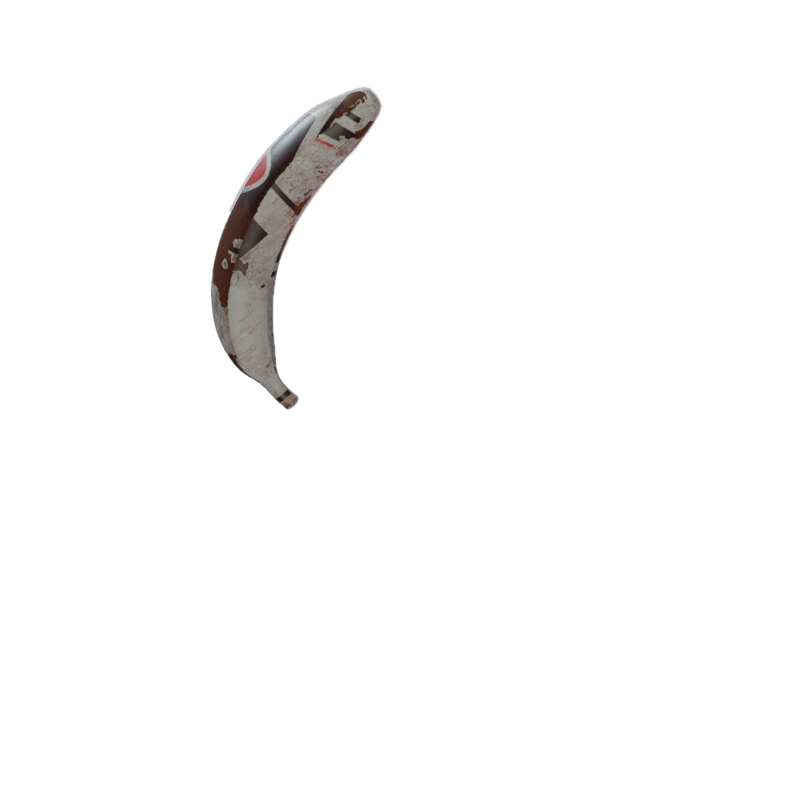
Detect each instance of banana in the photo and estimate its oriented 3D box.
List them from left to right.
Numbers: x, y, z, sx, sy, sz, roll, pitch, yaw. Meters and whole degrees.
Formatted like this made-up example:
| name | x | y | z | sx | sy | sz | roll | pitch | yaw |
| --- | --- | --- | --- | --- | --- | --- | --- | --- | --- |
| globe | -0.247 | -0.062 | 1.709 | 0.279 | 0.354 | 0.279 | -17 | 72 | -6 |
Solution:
| name | x | y | z | sx | sy | sz | roll | pitch | yaw |
| --- | --- | --- | --- | --- | --- | --- | --- | --- | --- |
| banana | -0.069 | -0.093 | 0.644 | 0.069 | 0.191 | 0.038 | 15 | 20 | -7 |
